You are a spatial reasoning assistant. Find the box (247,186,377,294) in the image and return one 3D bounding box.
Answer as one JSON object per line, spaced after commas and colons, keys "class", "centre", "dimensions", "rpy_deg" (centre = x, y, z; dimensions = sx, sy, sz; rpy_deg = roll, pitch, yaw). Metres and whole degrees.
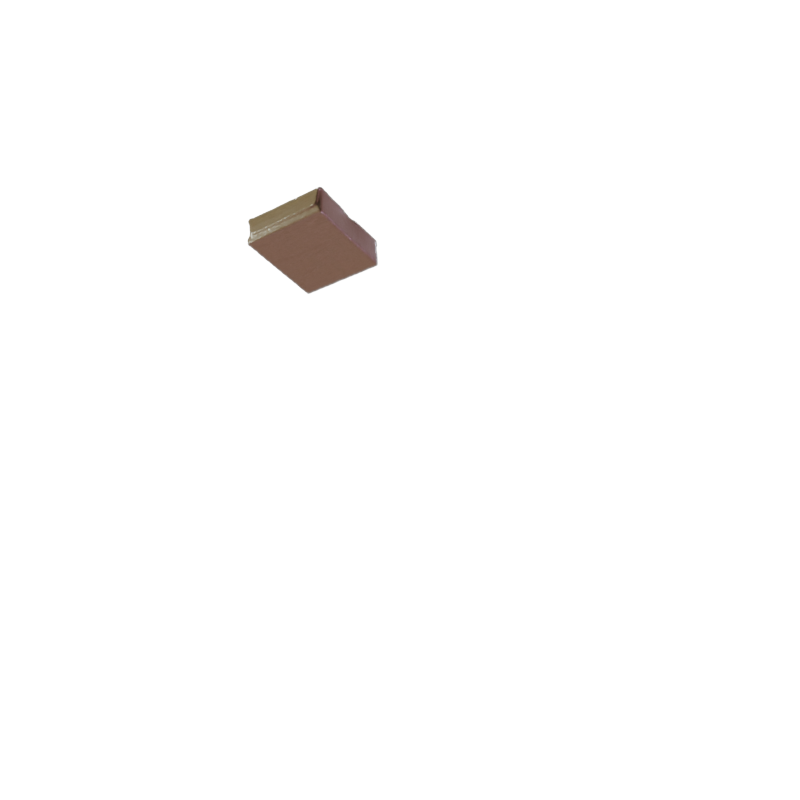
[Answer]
{"class": "box", "centre": [-0.072, -0.132, 0.925], "dimensions": [0.074, 0.032, 0.083], "rpy_deg": [-21, -40, 27]}
